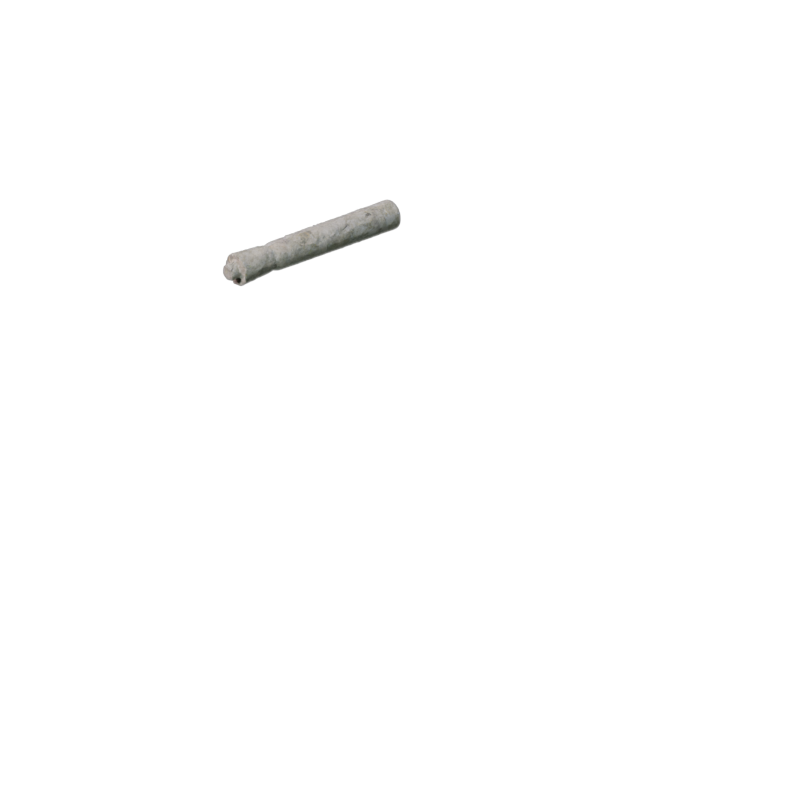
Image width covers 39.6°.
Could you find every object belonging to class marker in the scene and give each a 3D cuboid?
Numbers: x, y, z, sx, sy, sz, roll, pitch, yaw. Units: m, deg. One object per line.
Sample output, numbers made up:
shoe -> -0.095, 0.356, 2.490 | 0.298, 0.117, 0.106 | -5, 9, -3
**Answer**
marker -> -0.050, -0.091, 0.636 | 0.120, 0.019, 0.021 | -26, 19, -35
